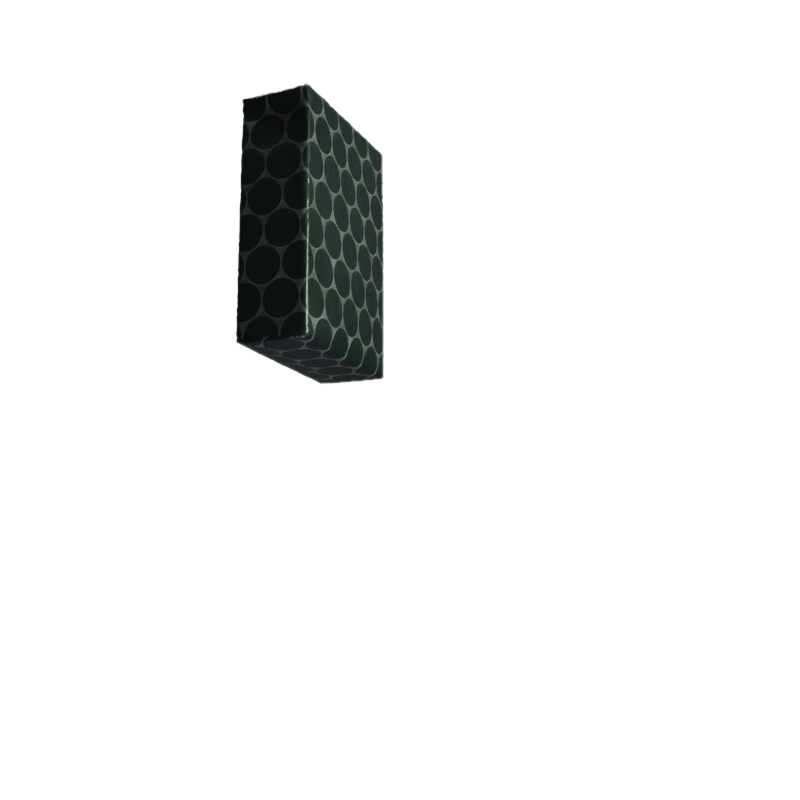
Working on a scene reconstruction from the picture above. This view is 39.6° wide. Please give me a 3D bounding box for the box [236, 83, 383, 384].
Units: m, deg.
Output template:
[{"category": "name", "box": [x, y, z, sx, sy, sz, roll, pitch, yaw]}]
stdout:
[{"category": "box", "box": [-0.074, -0.134, 0.940, 0.073, 0.223, 0.154, -8, -17, 21]}]
